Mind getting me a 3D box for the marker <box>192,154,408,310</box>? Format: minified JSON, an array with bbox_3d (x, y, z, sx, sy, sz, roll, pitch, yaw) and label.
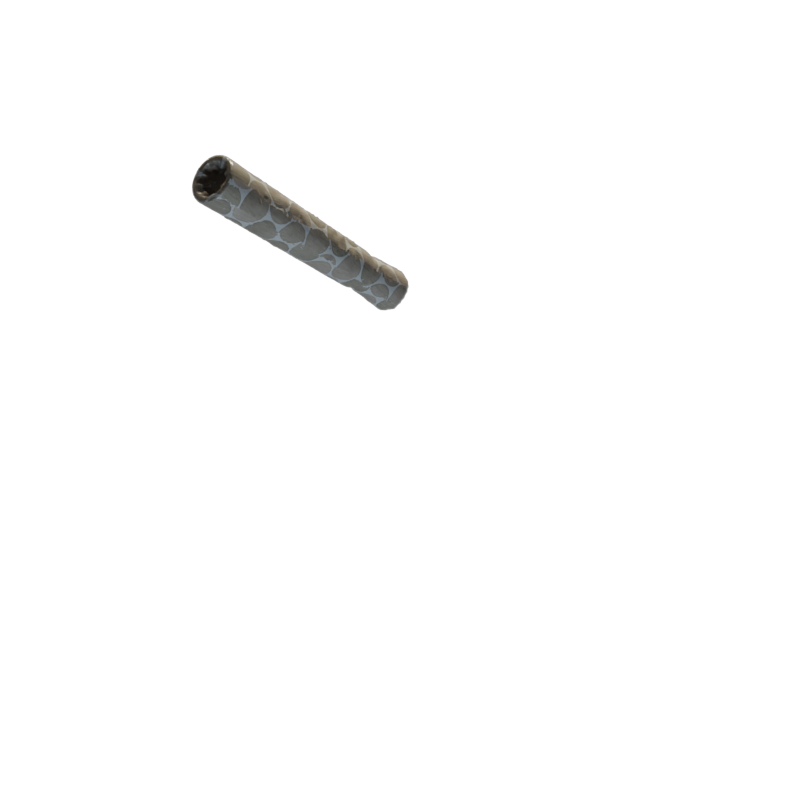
[{"bbox_3d":[-0.034,-0.061,0.430,0.021,0.020,0.113,3,-15,38],"label":"marker"}]
